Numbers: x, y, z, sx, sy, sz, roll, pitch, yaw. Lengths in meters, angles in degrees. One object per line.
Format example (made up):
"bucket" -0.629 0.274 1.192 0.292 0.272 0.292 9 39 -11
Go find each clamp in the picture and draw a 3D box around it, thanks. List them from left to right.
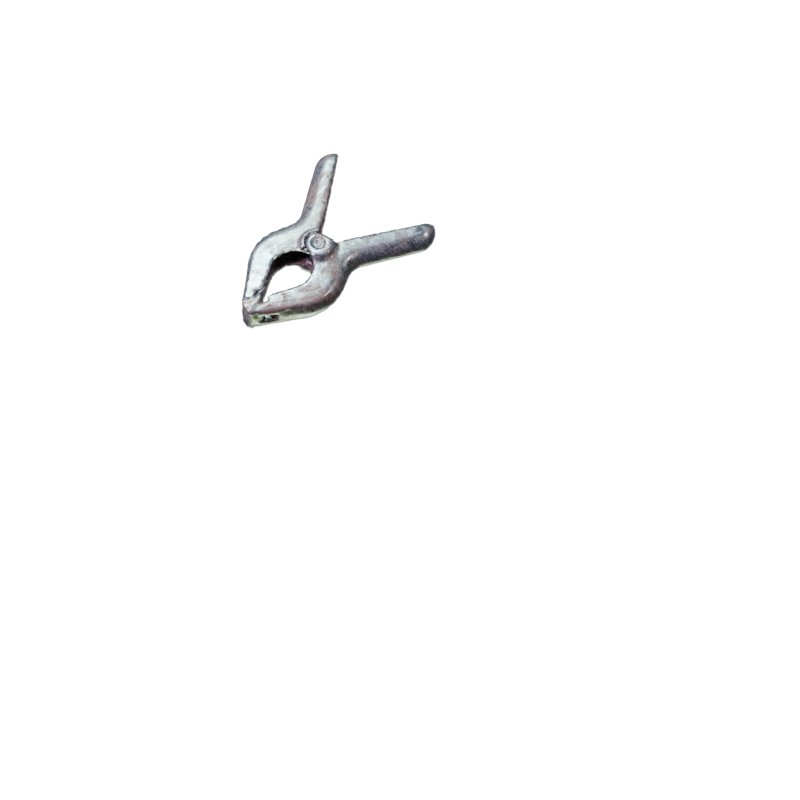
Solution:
"clamp" -0.070 -0.128 0.895 0.172 0.128 0.037 -35 -29 -23
